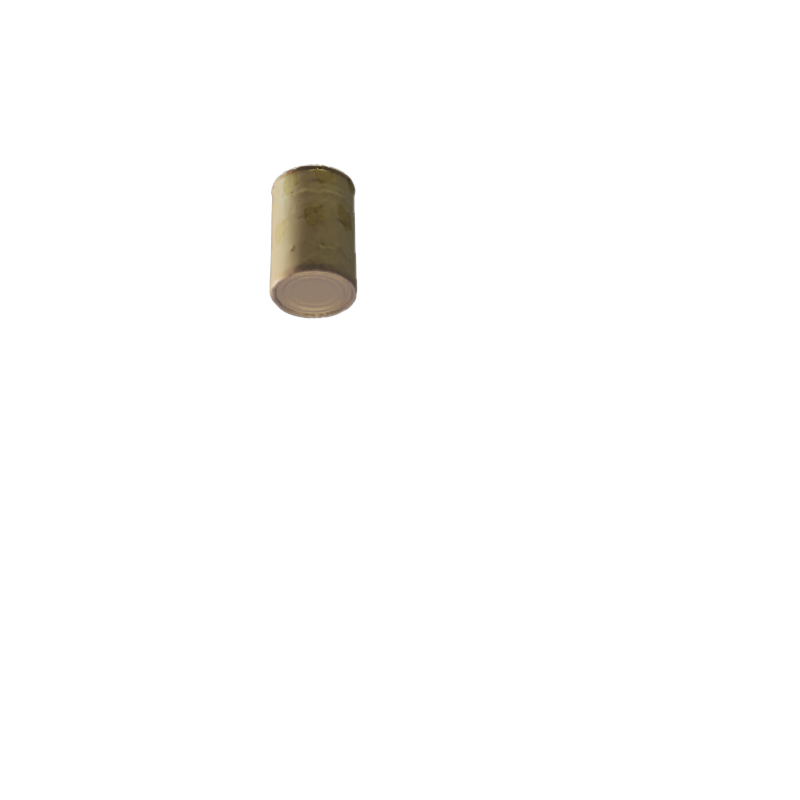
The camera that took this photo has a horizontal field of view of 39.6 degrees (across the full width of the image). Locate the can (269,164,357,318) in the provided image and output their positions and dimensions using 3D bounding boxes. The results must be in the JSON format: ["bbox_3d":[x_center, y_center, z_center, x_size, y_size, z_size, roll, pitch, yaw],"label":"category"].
[{"bbox_3d":[-0.068,-0.124,0.866,0.068,0.109,0.064,-1,-33,-2],"label":"can"}]
